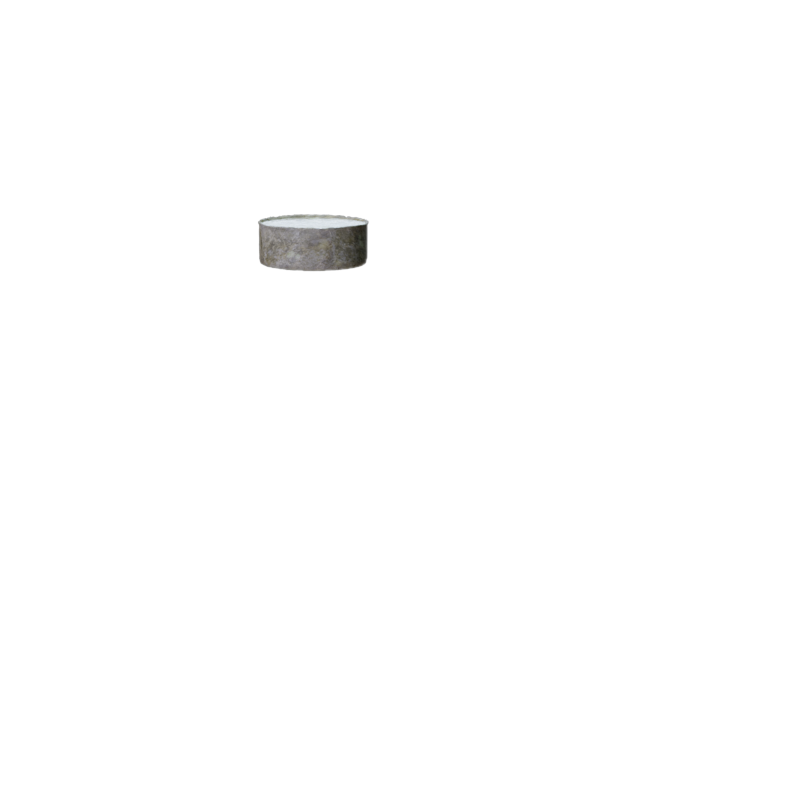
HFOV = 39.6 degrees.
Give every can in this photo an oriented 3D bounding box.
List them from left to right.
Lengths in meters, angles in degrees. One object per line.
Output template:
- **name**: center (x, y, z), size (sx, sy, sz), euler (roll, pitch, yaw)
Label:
- **can**: center (-0.067, -0.123, 0.860), size (0.086, 0.033, 0.088), euler (0, 15, -2)
